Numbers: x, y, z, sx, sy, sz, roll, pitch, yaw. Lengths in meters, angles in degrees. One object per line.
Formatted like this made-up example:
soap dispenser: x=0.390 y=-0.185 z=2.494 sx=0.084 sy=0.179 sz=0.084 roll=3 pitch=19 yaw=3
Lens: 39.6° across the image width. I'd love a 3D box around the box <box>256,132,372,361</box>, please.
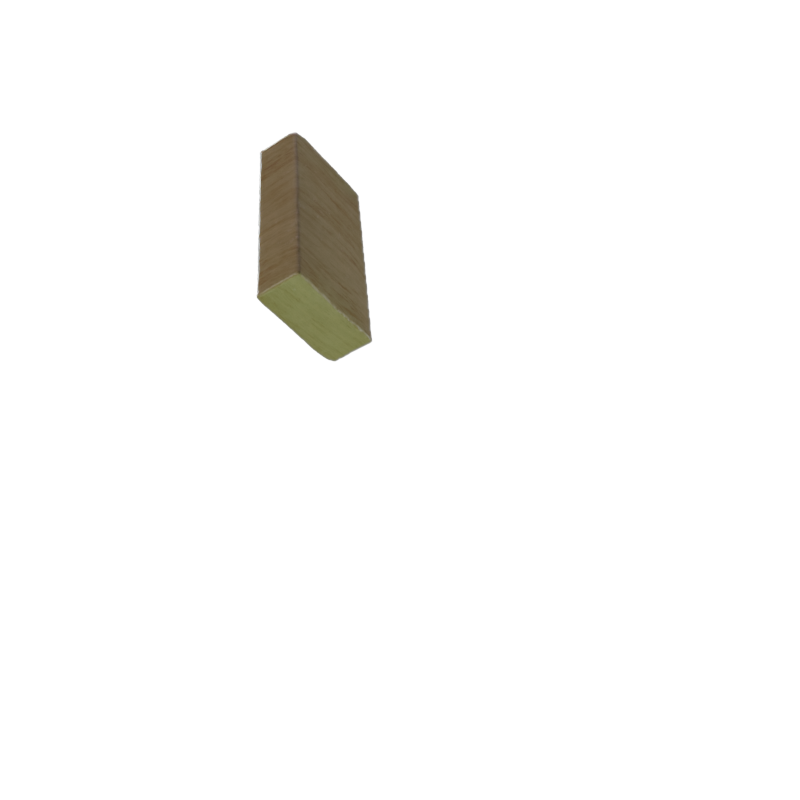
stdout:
box: x=-0.068 y=-0.124 z=0.870 sx=0.048 sy=0.189 sz=0.087 roll=-28 pitch=-48 yaw=24
